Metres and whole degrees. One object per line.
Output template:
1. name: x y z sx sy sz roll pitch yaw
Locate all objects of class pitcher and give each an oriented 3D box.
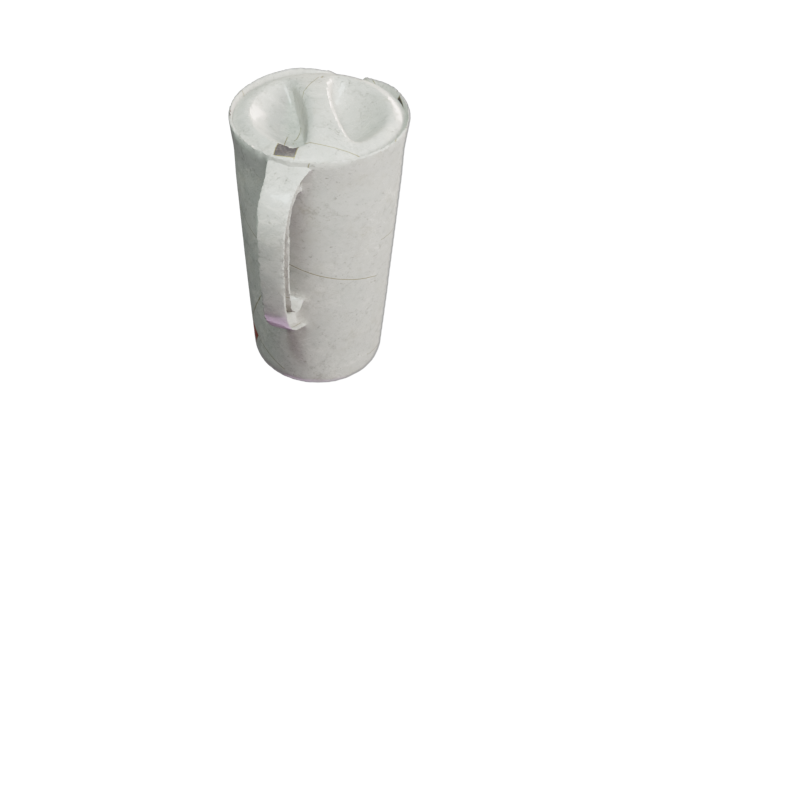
1. pitcher: -0.068 -0.125 0.875 0.148 0.227 0.157 -19 46 -23
